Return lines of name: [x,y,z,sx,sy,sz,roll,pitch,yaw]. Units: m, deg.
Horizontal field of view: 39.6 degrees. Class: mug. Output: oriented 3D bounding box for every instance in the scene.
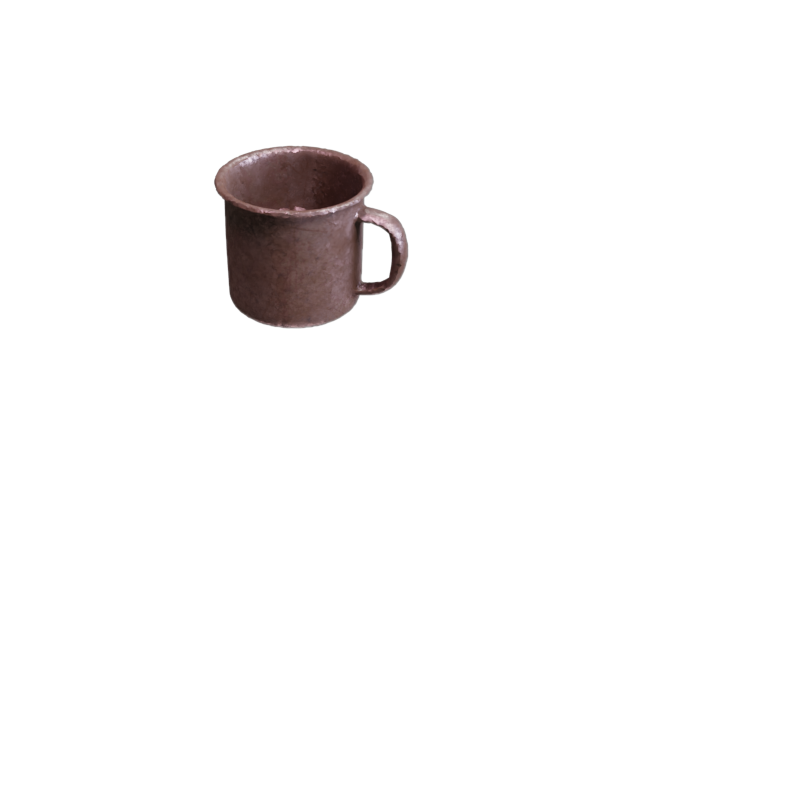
mug: [-0.052,-0.094,0.660,0.120,0.077,0.096,11,34,15]
